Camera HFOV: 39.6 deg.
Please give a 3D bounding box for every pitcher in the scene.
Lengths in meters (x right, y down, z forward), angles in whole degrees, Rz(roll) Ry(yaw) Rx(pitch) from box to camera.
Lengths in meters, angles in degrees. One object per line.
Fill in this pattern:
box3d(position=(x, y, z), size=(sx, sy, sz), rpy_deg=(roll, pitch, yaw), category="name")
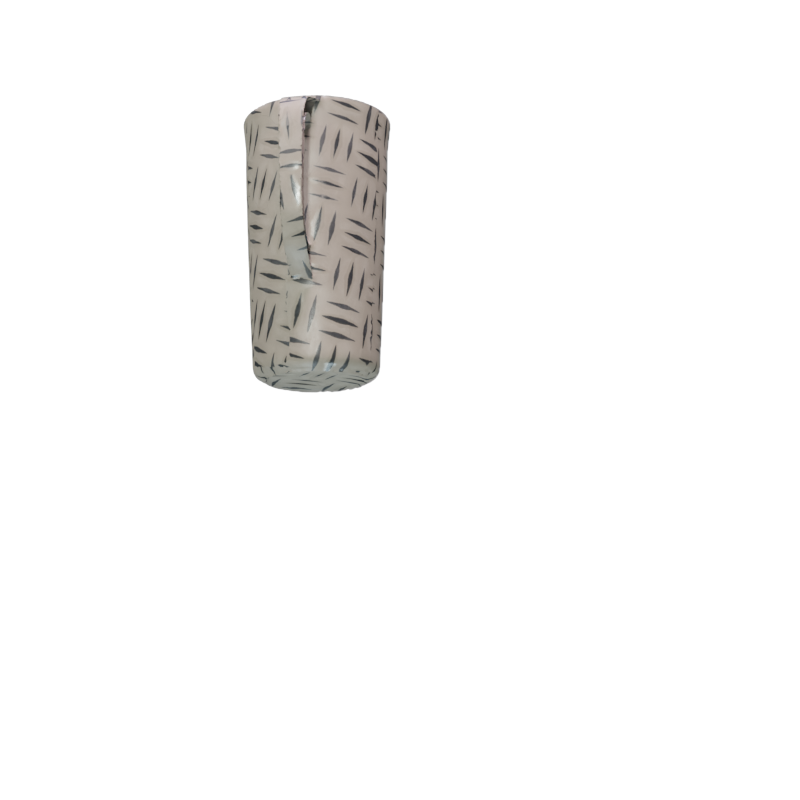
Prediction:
box3d(position=(-0.075, -0.138, 0.964), size=(0.142, 0.253, 0.146), rpy_deg=(11, -21, -35), category="pitcher")
